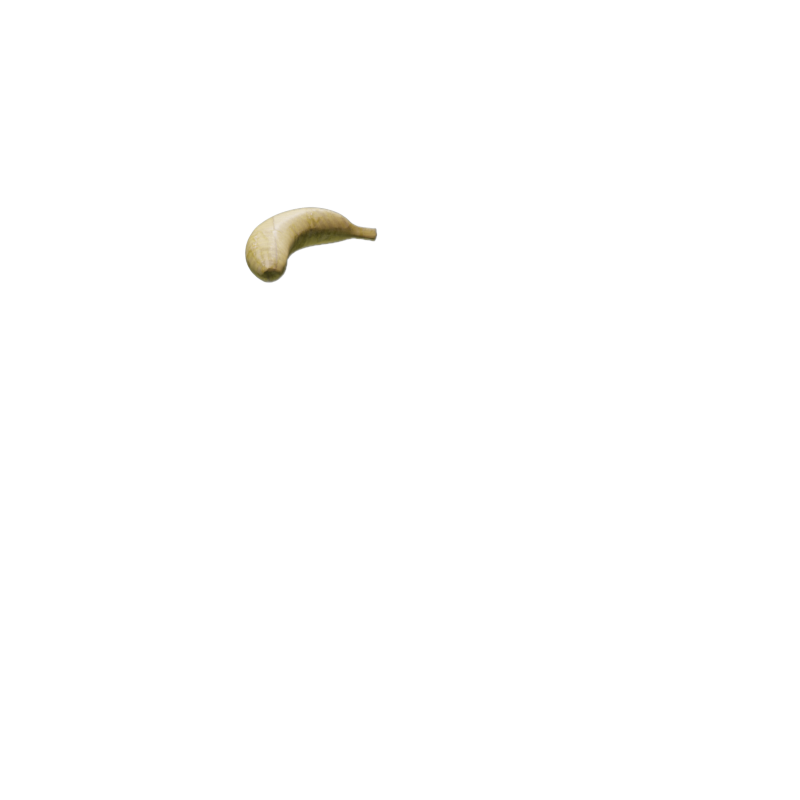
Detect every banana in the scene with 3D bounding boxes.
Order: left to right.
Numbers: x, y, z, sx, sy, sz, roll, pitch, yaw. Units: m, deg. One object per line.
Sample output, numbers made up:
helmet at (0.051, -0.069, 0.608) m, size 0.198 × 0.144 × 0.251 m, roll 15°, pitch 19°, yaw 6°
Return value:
banana at (-0.089, -0.138, 0.945) m, size 0.072 × 0.035 × 0.198 m, roll 8°, pitch 22°, yaw 22°
